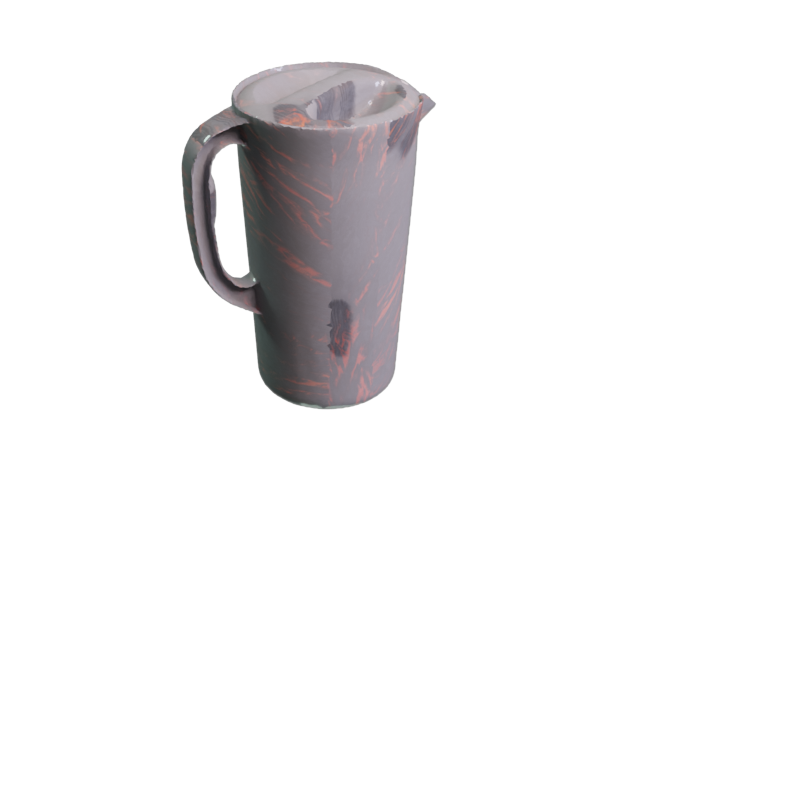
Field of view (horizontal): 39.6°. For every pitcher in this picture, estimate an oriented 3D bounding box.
[{"bbox_3d":[-0.064,-0.116,0.815,0.153,0.229,0.150,10,32,14],"label":"pitcher"}]
